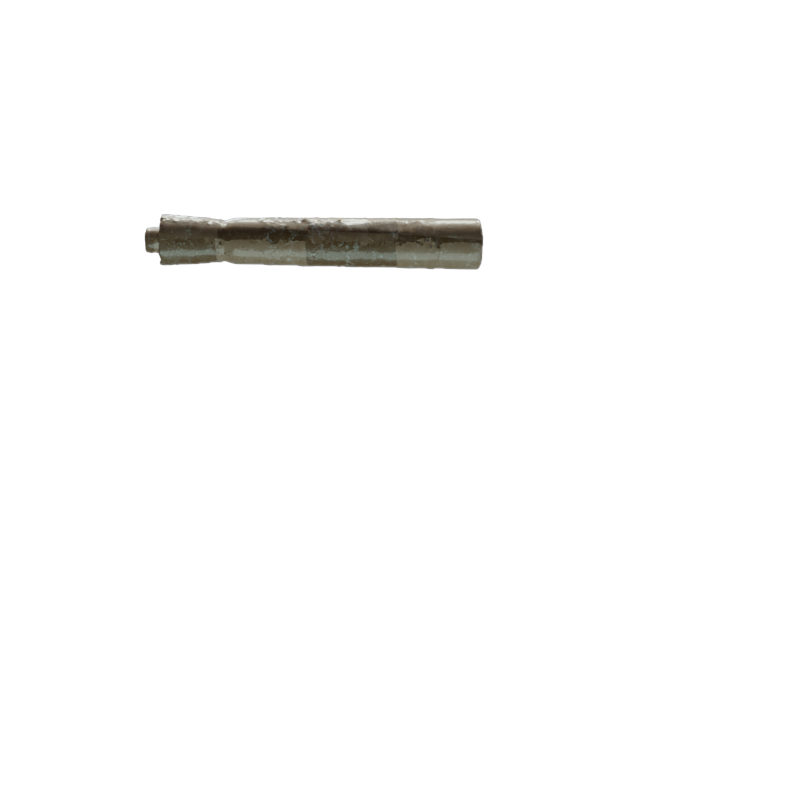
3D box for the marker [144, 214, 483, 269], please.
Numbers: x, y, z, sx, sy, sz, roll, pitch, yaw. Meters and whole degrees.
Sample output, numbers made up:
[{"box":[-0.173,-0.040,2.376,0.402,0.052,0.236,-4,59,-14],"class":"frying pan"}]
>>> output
[{"box":[-0.032,-0.057,0.402,0.121,0.020,0.020,0,4,-1],"class":"marker"}]
